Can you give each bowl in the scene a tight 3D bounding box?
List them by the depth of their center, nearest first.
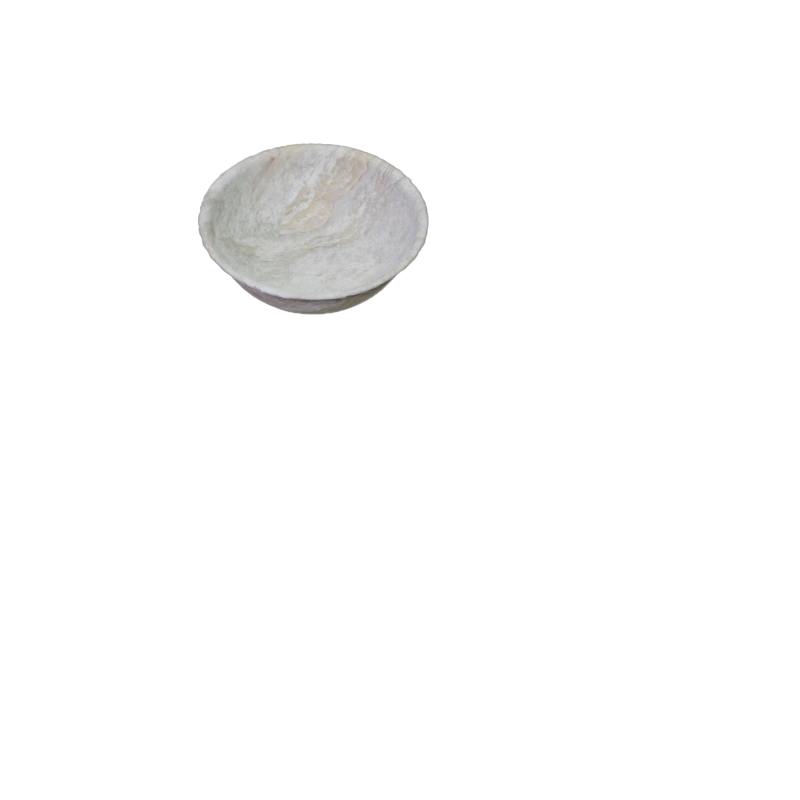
[{"bbox_3d":[-0.062,-0.113,0.793,0.162,0.174,0.051,-1,-43,-1],"label":"bowl"}]
